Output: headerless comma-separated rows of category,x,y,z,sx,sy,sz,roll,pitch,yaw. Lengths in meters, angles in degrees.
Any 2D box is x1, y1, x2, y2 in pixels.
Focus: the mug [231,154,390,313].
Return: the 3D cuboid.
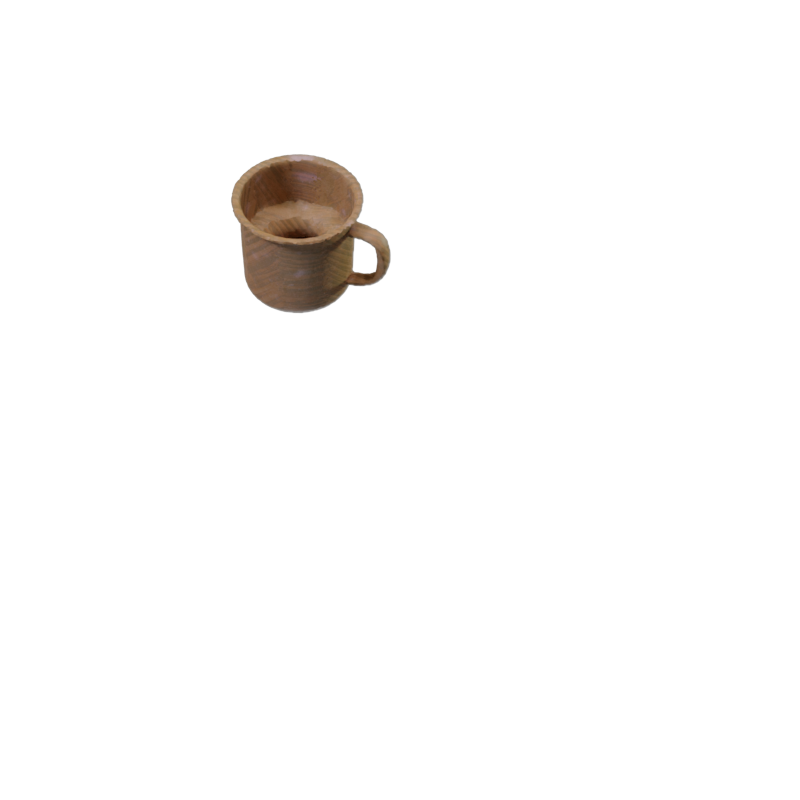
mug,-0.063,-0.114,0.801,0.120,0.098,0.076,16,-40,12
